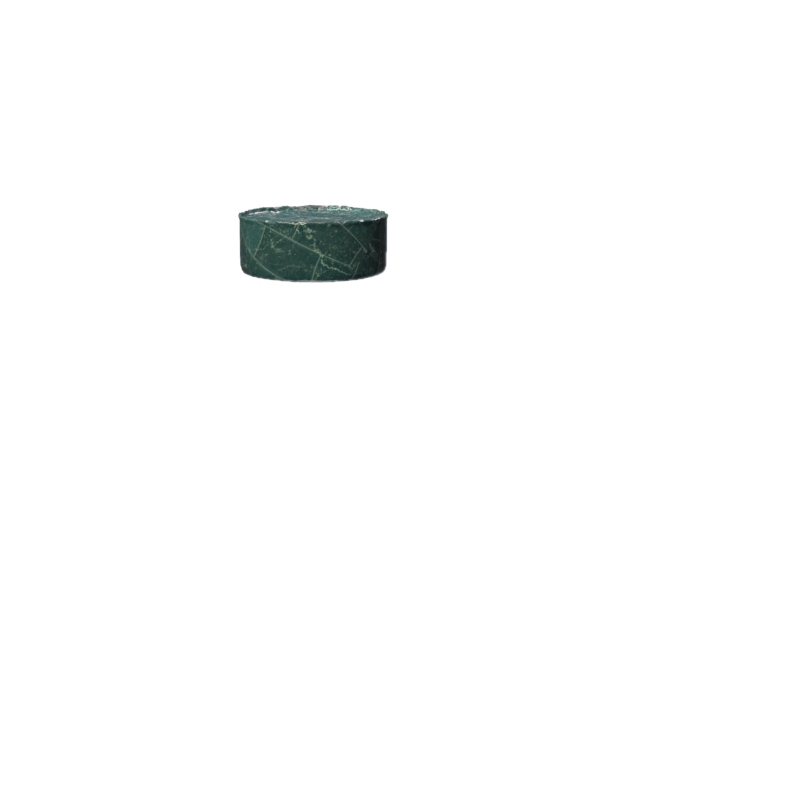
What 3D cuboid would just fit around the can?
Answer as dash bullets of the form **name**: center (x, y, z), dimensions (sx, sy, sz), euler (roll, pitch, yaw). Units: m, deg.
- **can**: center (-0.050, -0.091, 0.635), dimensions (0.086, 0.033, 0.088), euler (0, 15, -2)
